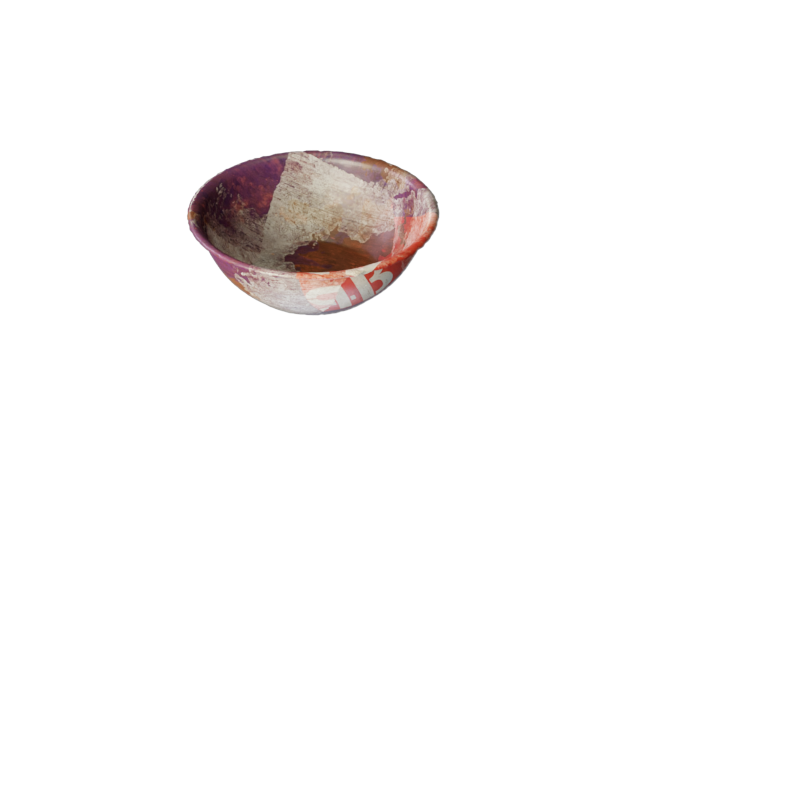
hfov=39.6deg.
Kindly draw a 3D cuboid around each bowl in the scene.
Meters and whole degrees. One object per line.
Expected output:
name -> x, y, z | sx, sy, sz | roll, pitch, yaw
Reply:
bowl -> -0.057, -0.103, 0.724 | 0.162, 0.051, 0.173 | -1, 37, -2
